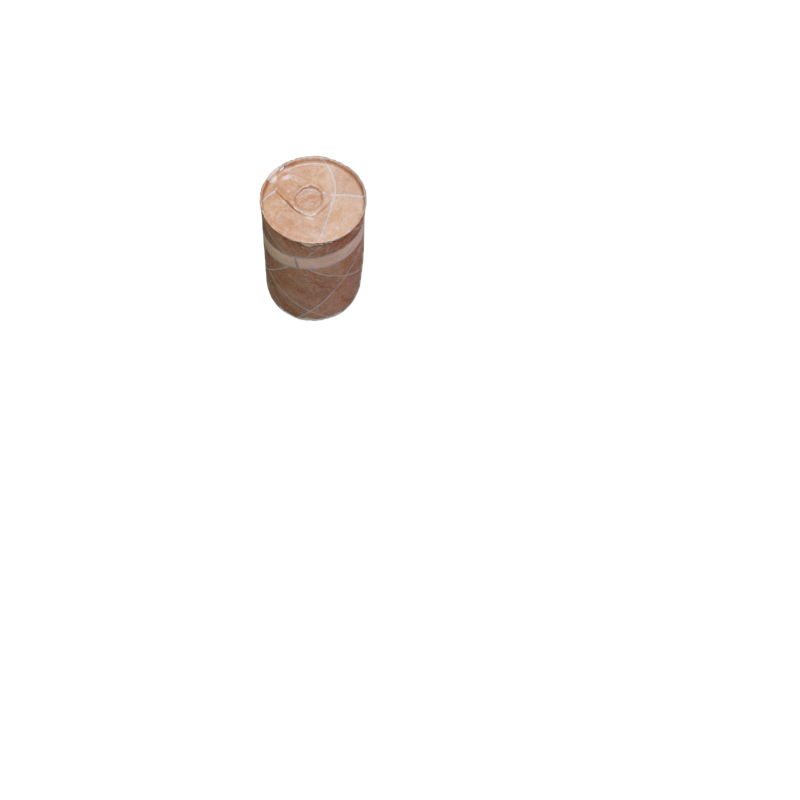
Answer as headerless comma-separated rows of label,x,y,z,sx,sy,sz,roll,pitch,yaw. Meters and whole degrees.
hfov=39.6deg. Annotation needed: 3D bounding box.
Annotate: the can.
can,-0.058,-0.106,0.742,0.068,0.073,0.096,0,-28,-3
